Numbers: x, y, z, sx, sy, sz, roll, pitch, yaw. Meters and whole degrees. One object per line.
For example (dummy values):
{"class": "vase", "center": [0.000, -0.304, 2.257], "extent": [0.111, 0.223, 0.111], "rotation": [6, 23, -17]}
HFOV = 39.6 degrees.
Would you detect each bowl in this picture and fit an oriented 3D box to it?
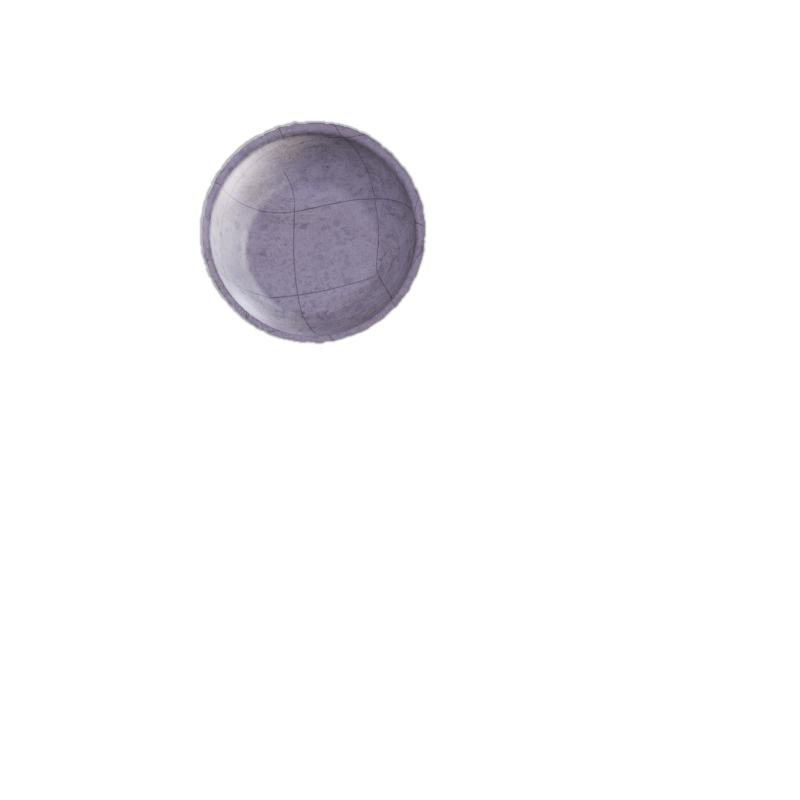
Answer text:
{"class": "bowl", "center": [-0.060, -0.110, 0.771], "extent": [0.162, 0.157, 0.057], "rotation": [0, 13, -1]}
